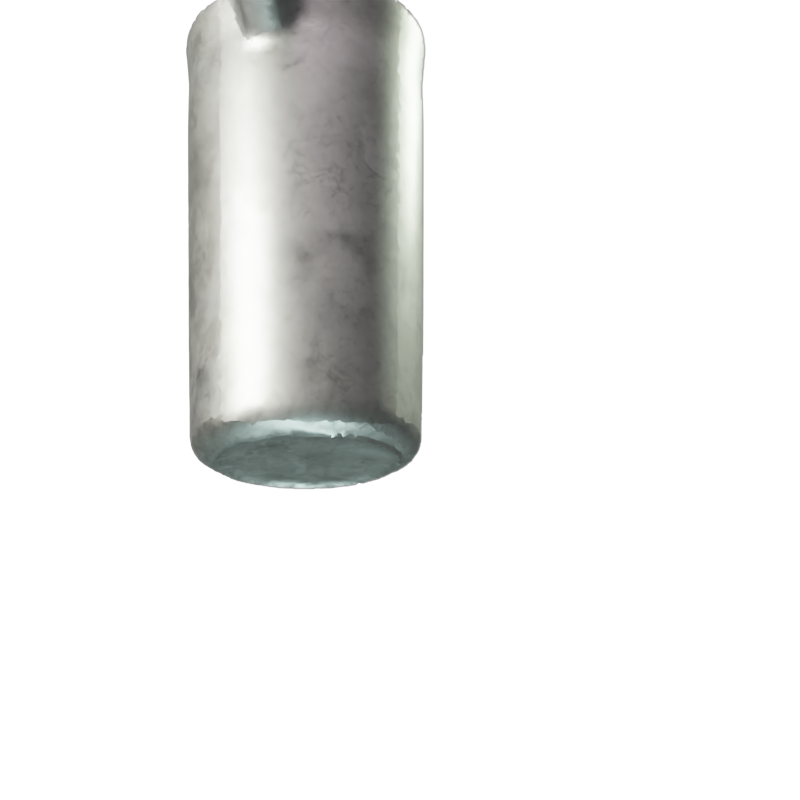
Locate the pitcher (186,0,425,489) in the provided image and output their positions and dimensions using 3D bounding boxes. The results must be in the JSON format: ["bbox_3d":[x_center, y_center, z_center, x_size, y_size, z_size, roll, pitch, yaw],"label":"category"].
[{"bbox_3d":[-0.045,-0.082,0.576,0.143,0.257,0.143,13,-28,-29],"label":"pitcher"}]
